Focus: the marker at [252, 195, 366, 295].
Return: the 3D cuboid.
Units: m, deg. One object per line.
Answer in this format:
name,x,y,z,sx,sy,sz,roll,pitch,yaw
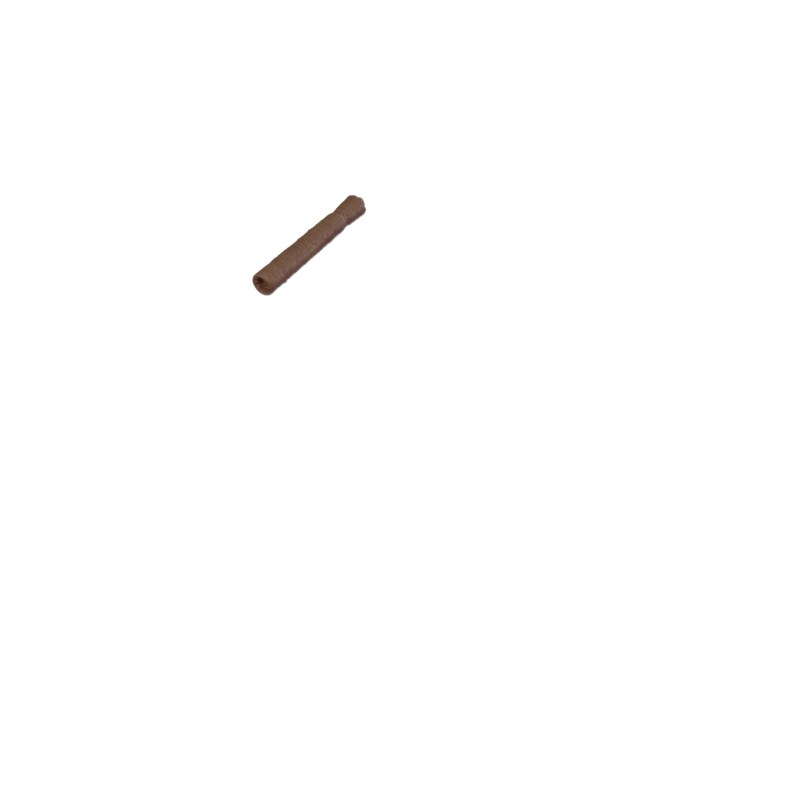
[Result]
marker,-0.065,-0.118,0.827,0.021,0.019,0.123,3,38,42
